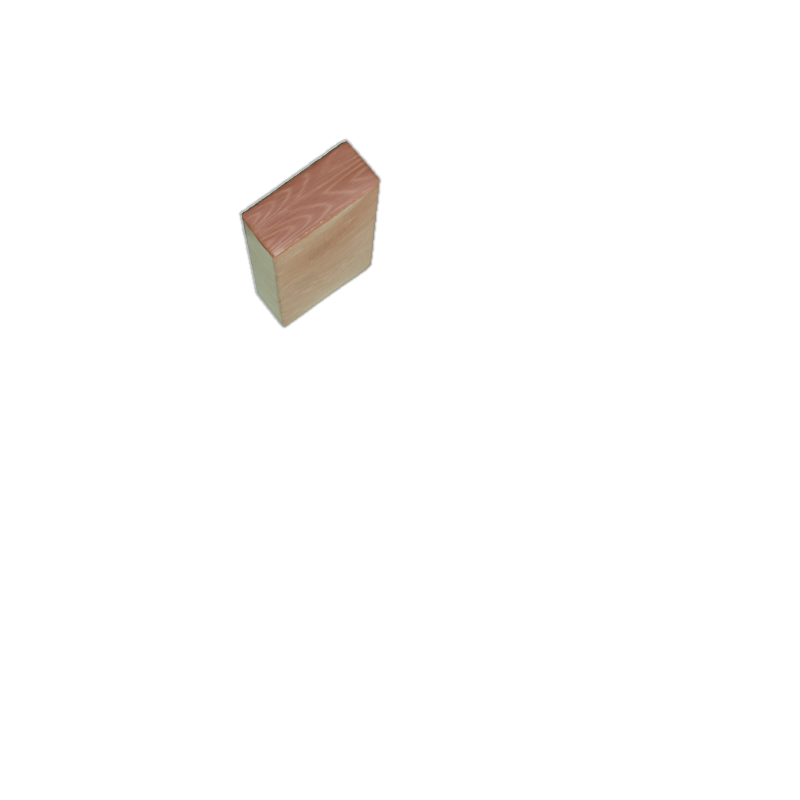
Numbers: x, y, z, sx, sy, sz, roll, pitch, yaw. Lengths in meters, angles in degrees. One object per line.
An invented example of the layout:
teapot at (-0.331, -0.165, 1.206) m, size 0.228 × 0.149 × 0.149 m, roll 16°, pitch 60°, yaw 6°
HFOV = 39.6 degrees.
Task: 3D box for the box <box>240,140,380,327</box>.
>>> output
box at (-0.064, -0.117, 0.820) m, size 0.094 × 0.049 × 0.171 m, roll -37°, pitch -6°, yaw -10°
